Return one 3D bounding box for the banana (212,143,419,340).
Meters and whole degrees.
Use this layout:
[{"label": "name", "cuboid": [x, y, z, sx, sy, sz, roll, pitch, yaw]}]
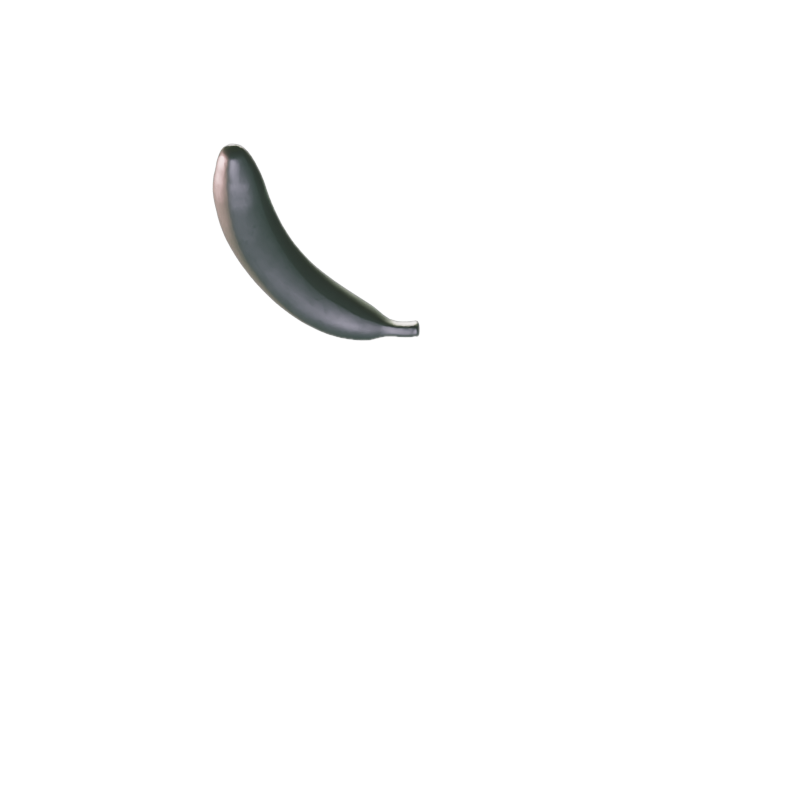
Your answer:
[{"label": "banana", "cuboid": [-0.069, -0.094, 0.735, 0.069, 0.039, 0.184, -30, -52, 26]}]
